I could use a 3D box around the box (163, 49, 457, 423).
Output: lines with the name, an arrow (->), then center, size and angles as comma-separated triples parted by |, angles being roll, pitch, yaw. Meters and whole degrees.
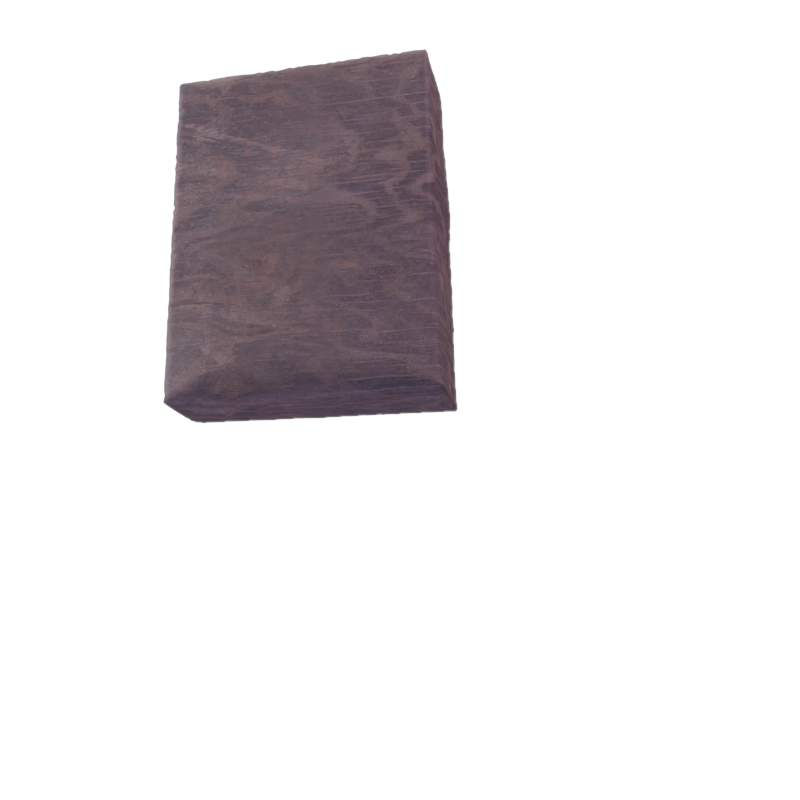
box -> -0.053, -0.098, 0.683 | 0.166, 0.224, 0.067 | -5, -21, 12
